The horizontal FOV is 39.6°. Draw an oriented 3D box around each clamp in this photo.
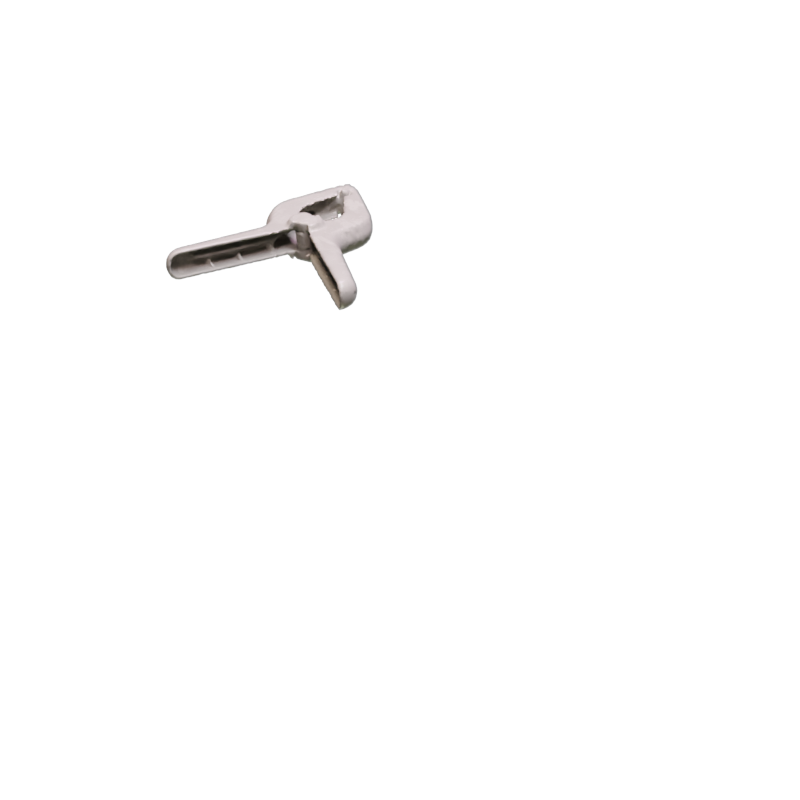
[{"bbox_3d":[-0.074,-0.135,0.944,0.172,0.034,0.213,15,33,25],"label":"clamp"}]
